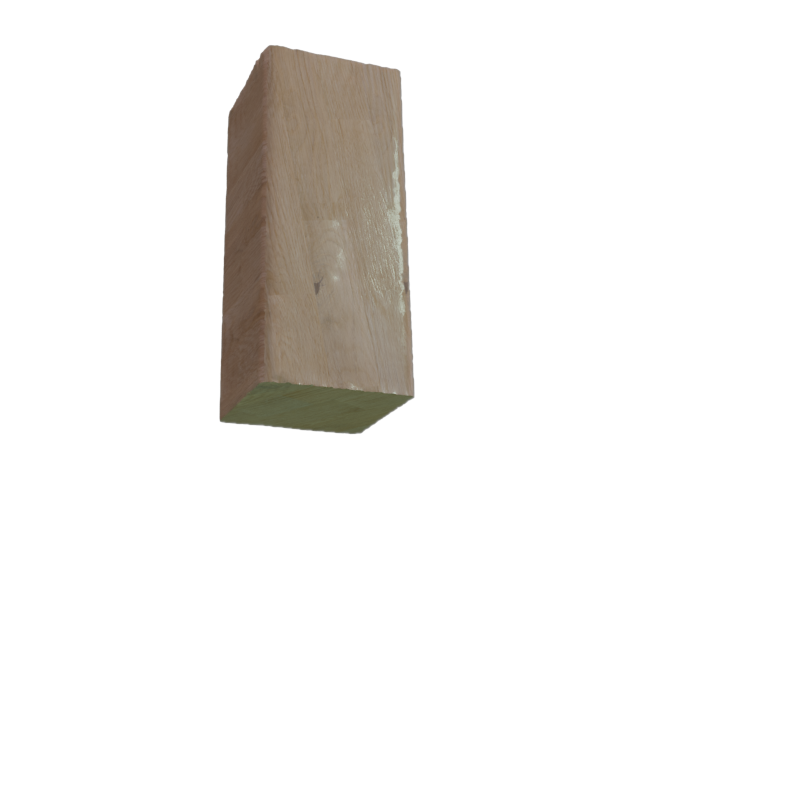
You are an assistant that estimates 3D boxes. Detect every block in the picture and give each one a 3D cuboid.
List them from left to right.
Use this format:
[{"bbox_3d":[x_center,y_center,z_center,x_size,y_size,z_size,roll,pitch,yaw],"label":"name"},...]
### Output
[{"bbox_3d":[-0.052,-0.094,0.660,0.088,0.217,0.089,7,-23,-20],"label":"block"}]
